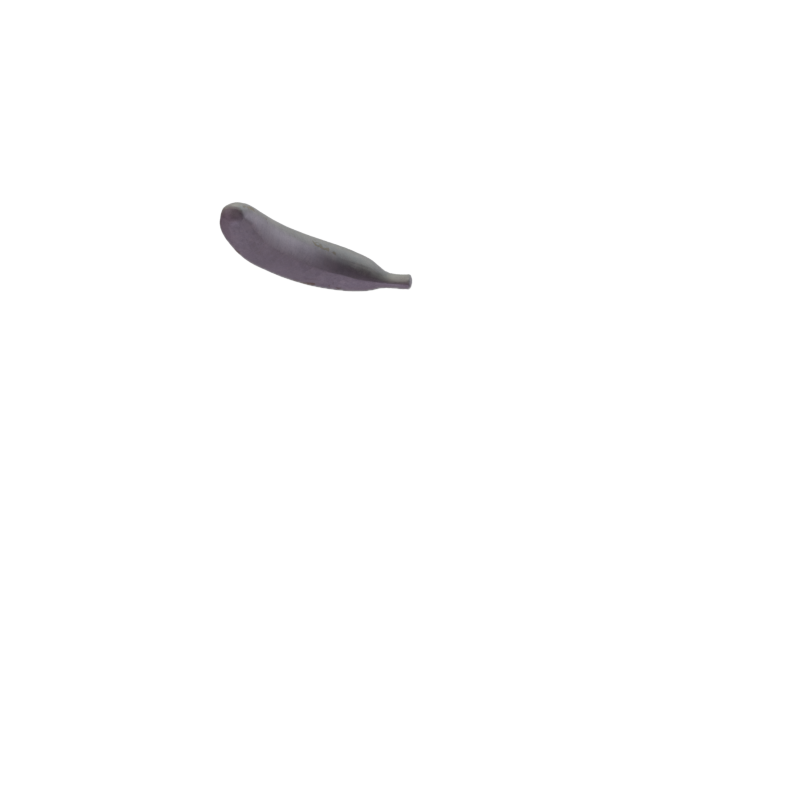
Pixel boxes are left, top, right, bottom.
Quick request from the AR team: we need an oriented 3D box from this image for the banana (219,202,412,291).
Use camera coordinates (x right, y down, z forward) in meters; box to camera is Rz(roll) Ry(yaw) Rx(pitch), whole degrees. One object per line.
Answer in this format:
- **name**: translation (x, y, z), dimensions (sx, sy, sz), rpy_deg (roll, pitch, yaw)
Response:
- **banana**: translation (-0.077, -0.117, 0.856), dimensions (0.071, 0.038, 0.187), rpy_deg (-13, -18, 42)
